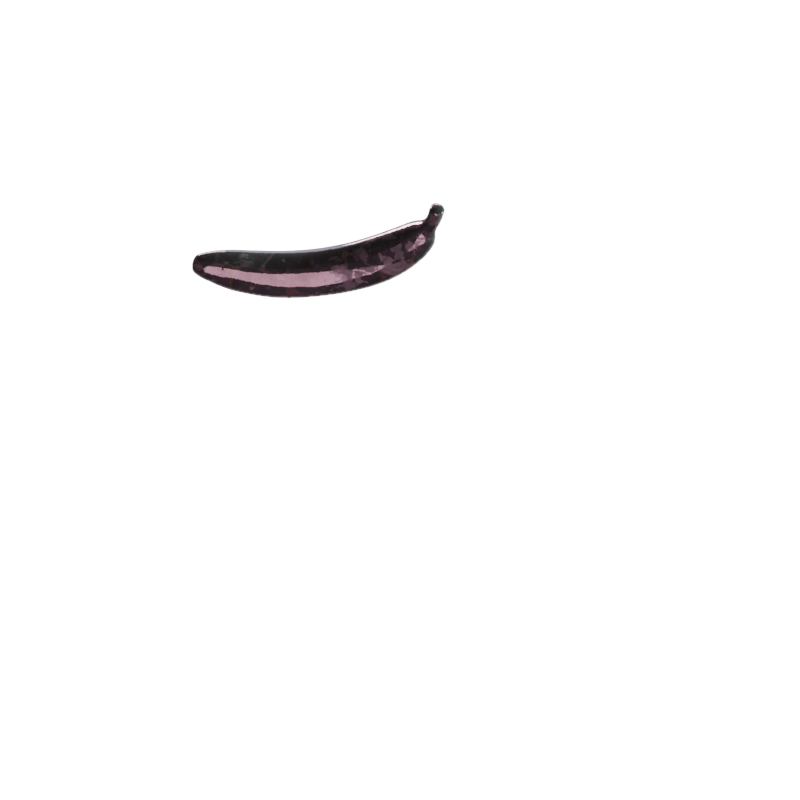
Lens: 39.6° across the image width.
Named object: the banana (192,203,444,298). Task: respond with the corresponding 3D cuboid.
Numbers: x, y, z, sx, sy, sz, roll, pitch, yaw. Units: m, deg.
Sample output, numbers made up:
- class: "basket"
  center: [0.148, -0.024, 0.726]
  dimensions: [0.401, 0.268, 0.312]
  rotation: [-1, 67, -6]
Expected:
- class: "banana"
  center: [-0.057, -0.109, 0.850]
  dimensions: [0.199, 0.039, 0.064]
  rotation: [-12, -46, 11]
